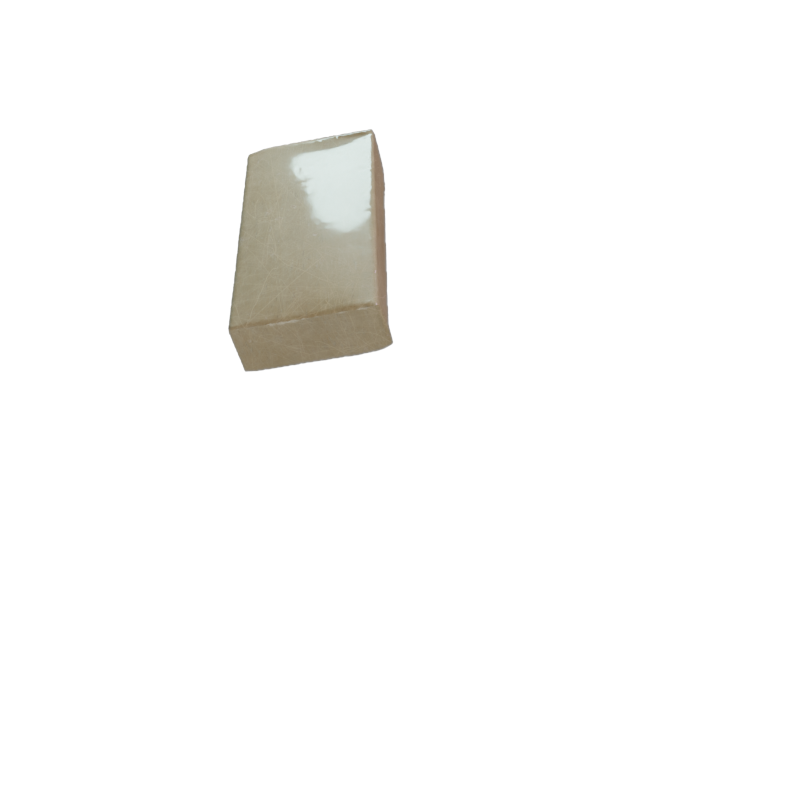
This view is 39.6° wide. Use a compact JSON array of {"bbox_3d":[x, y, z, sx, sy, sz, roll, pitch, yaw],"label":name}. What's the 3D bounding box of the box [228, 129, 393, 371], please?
[{"bbox_3d":[-0.056,-0.102,0.715,0.094,0.189,0.044,-10,-43,7],"label":"box"}]
